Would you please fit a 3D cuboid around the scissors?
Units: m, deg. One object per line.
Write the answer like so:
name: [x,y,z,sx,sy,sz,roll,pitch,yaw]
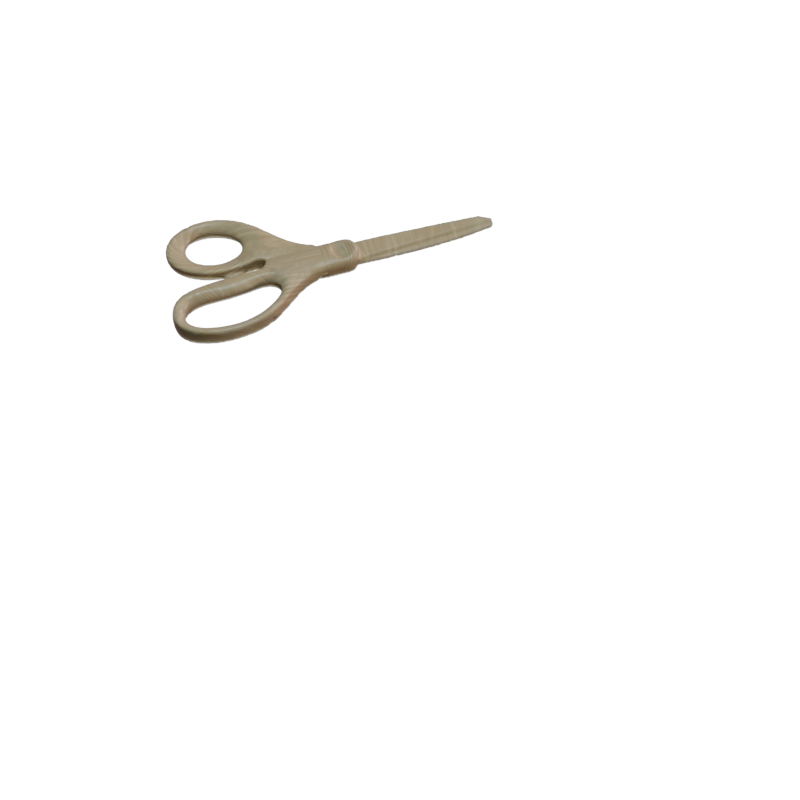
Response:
scissors: [-0.052,-0.095,0.667,0.201,0.015,0.103,-28,56,-22]
